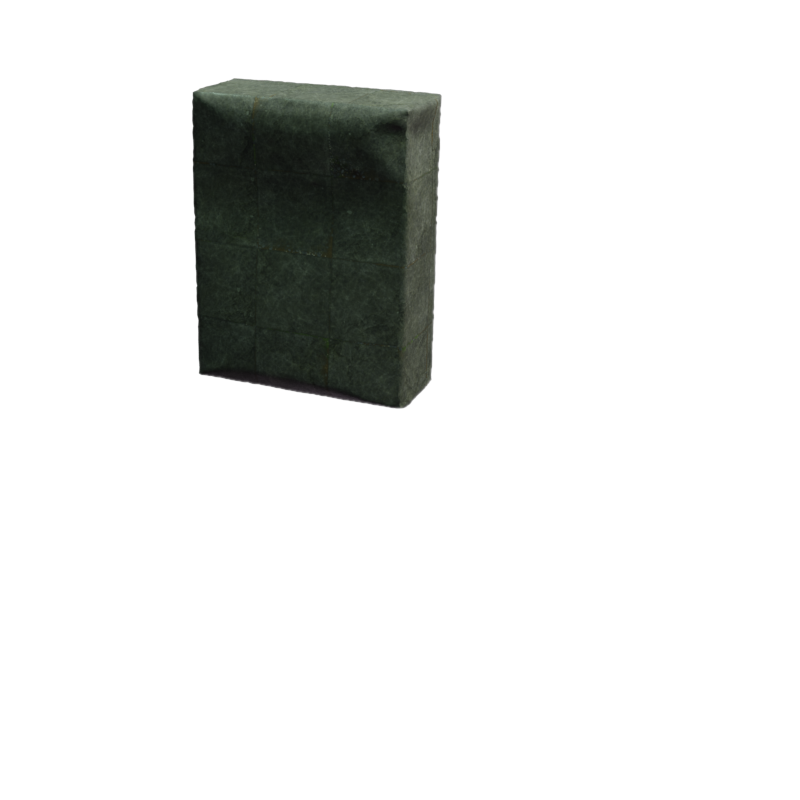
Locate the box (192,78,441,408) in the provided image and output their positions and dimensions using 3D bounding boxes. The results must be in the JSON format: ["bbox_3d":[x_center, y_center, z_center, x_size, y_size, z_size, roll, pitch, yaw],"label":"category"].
[{"bbox_3d":[-0.061,-0.112,0.784,0.170,0.205,0.072,10,20,22],"label":"box"}]
